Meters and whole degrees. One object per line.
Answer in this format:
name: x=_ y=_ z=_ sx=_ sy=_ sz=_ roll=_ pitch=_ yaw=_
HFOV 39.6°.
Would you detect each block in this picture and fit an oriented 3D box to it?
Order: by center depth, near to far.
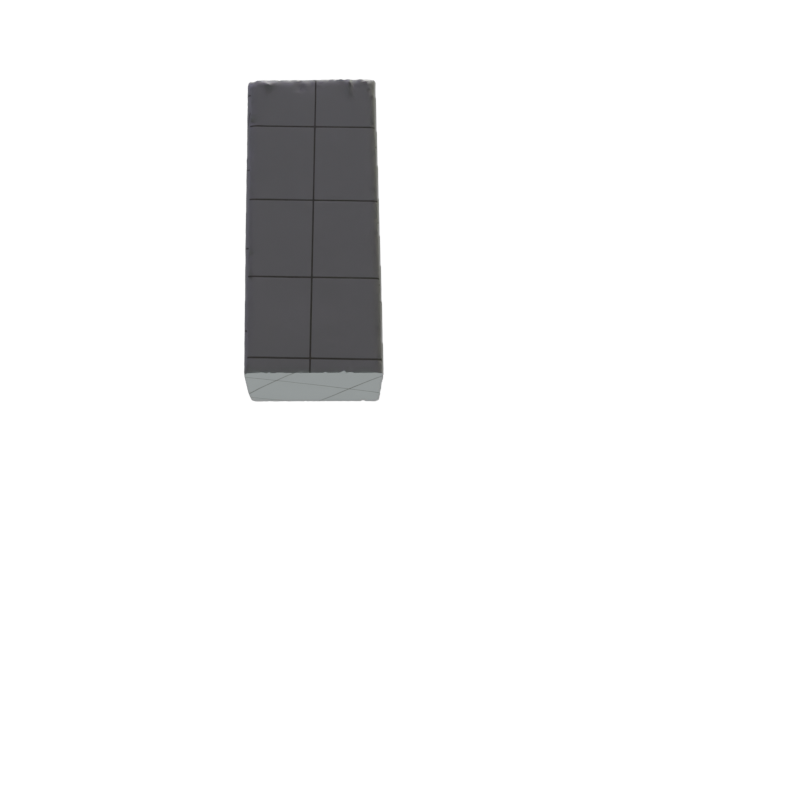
block: x=-0.060 y=-0.110 z=0.768 sx=0.091 sy=0.215 sz=0.086 roll=-1 pitch=-18 yaw=-2
